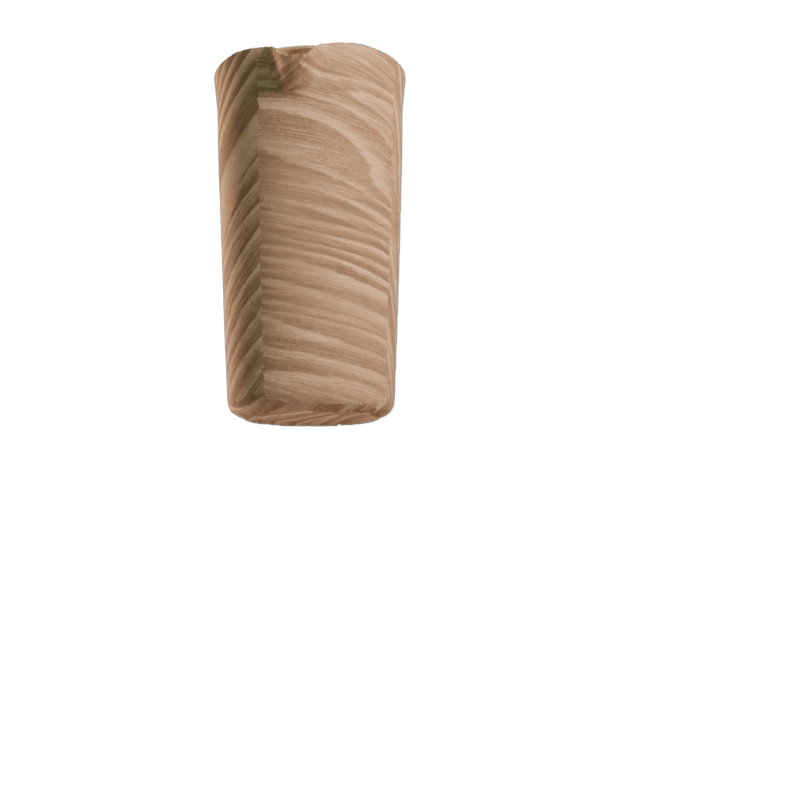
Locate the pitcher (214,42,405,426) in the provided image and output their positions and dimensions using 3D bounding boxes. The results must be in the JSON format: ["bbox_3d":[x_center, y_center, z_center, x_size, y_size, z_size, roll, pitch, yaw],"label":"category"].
[{"bbox_3d":[-0.059,-0.108,0.753,0.142,0.252,0.148,11,-17,-41],"label":"pitcher"}]
